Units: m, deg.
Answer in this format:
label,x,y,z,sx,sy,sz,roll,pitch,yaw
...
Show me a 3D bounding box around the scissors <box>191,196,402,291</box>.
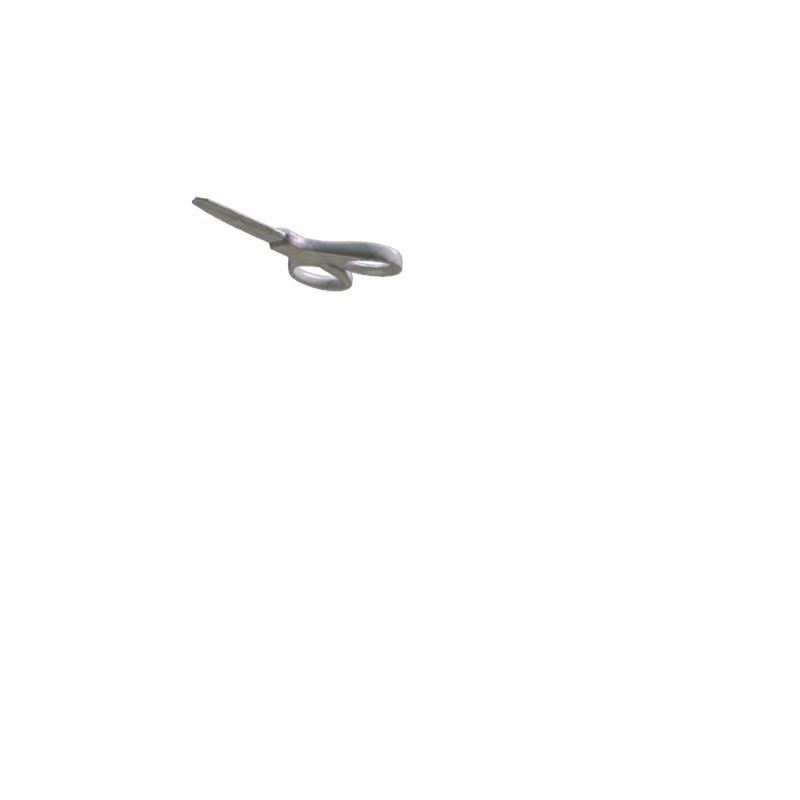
label,x,y,z,sx,sy,sz,roll,pitch,yaw
scissors,-0.061,-0.111,0.779,0.098,0.016,0.191,-3,-12,16
